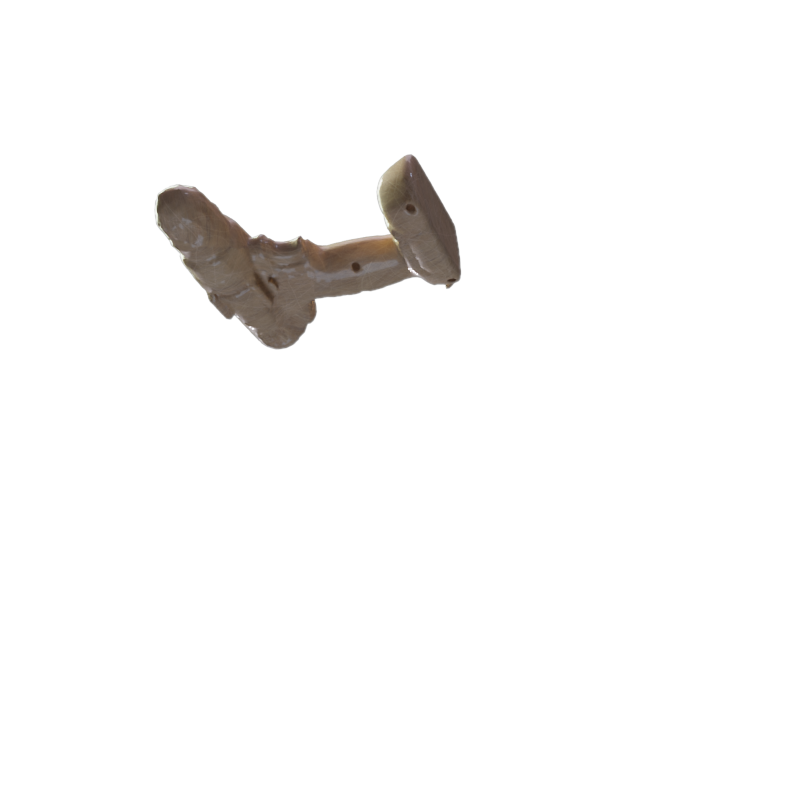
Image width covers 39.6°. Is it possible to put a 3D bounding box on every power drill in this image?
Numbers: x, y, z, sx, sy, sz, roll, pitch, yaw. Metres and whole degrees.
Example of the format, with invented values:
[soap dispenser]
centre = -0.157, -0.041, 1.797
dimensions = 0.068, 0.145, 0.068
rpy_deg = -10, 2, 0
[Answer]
[power drill]
centre = -0.063, -0.115, 0.807
dimensions = 0.190, 0.061, 0.170
rpy_deg = -14, -34, 20
